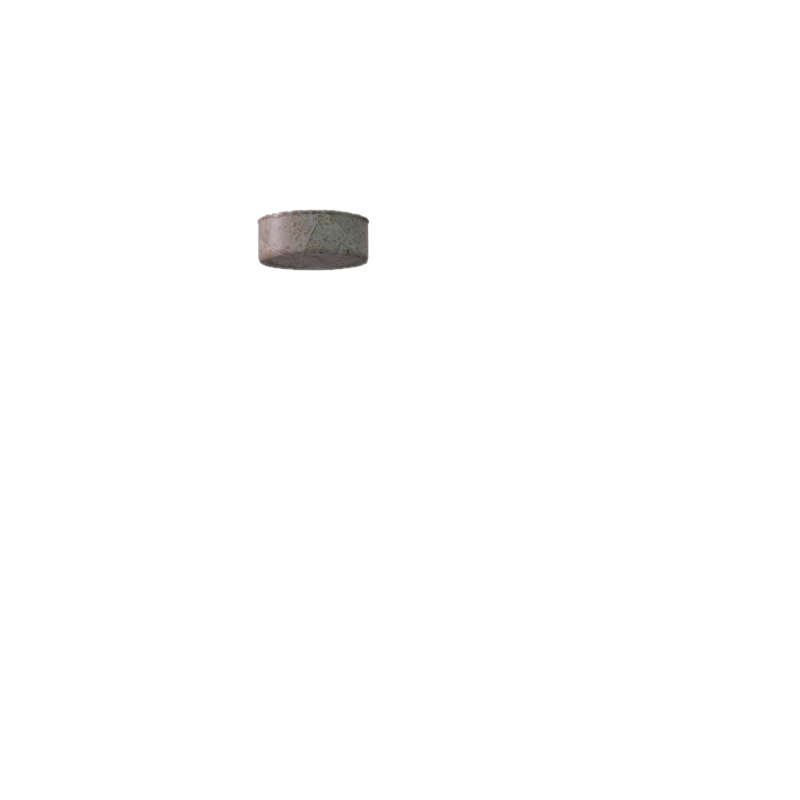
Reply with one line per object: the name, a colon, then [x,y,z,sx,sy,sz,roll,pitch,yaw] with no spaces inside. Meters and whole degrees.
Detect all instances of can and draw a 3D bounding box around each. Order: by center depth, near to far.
can: [-0.066,-0.121,0.848,0.086,0.034,0.085,0,-3,-2]
